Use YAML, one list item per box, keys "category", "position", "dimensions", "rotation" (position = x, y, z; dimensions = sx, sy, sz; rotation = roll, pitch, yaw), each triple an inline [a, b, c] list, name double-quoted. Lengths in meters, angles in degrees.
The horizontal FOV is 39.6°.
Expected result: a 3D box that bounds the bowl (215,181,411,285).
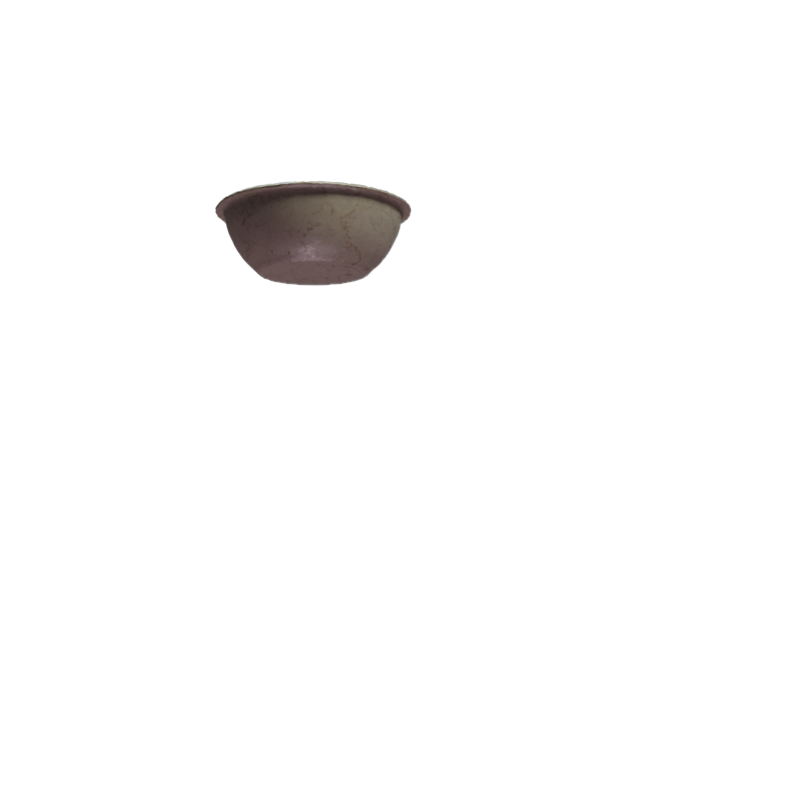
- category: "bowl"
  position: [-0.071, -0.130, 0.911]
  dimensions: [0.162, 0.057, 0.158]
  rotation: [0, -8, -2]
